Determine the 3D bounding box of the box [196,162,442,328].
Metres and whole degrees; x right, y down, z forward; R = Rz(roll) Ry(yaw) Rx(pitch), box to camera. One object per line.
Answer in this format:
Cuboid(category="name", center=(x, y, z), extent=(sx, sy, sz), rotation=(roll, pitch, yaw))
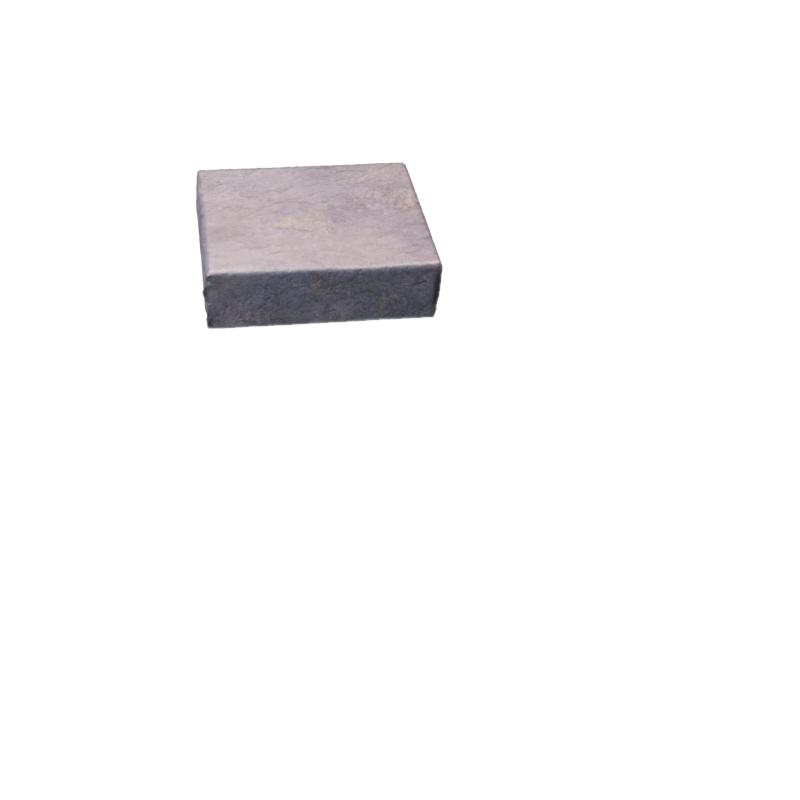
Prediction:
Cuboid(category="box", center=(-0.043, -0.079, 0.551), extent=(0.113, 0.036, 0.097), rotation=(-6, 41, -7))
